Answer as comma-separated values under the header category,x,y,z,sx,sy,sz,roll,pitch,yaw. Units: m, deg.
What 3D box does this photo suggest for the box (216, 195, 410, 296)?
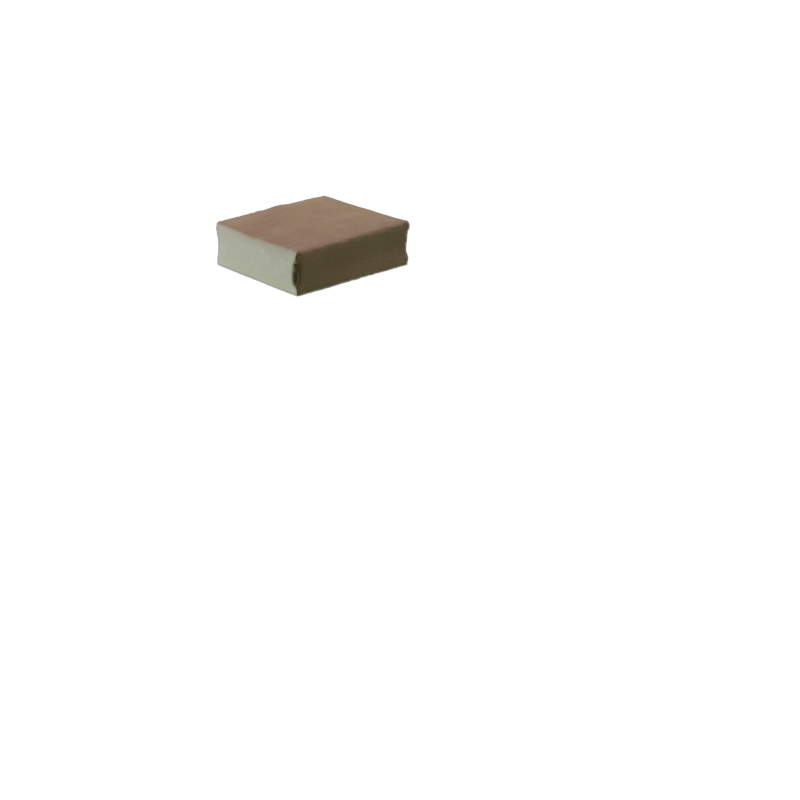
category,x,y,z,sx,sy,sz,roll,pitch,yaw
box,-0.050,-0.092,0.644,0.088,0.029,0.078,-21,32,-39
